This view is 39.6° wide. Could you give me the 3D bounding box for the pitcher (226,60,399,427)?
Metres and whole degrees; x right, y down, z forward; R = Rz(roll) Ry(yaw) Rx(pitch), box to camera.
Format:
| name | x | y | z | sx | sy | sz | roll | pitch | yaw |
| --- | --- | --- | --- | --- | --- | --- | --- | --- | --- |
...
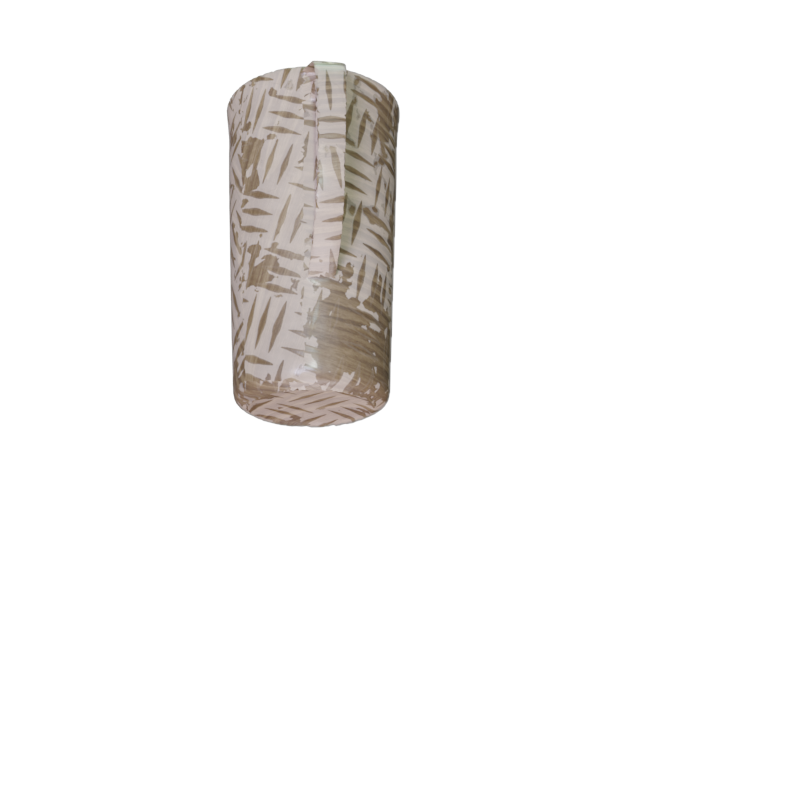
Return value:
| name | x | y | z | sx | sy | sz | roll | pitch | yaw |
| --- | --- | --- | --- | --- | --- | --- | --- | --- | --- |
| pitcher | -0.062 | -0.114 | 0.798 | 0.147 | 0.256 | 0.139 | -16 | -27 | 31 |
